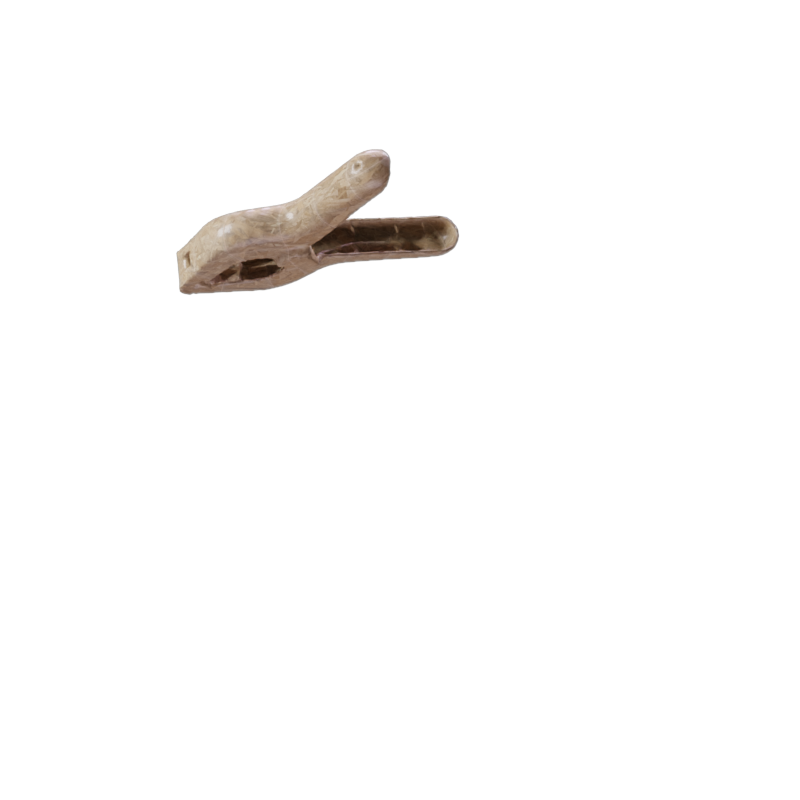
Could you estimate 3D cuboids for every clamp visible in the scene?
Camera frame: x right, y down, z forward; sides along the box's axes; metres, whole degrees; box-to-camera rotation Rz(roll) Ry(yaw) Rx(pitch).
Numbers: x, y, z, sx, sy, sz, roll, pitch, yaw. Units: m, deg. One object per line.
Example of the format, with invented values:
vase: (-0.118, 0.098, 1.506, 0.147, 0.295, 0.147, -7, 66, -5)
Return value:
clamp: (-0.052, -0.095, 0.666, 0.174, 0.041, 0.112, -14, -26, 30)
